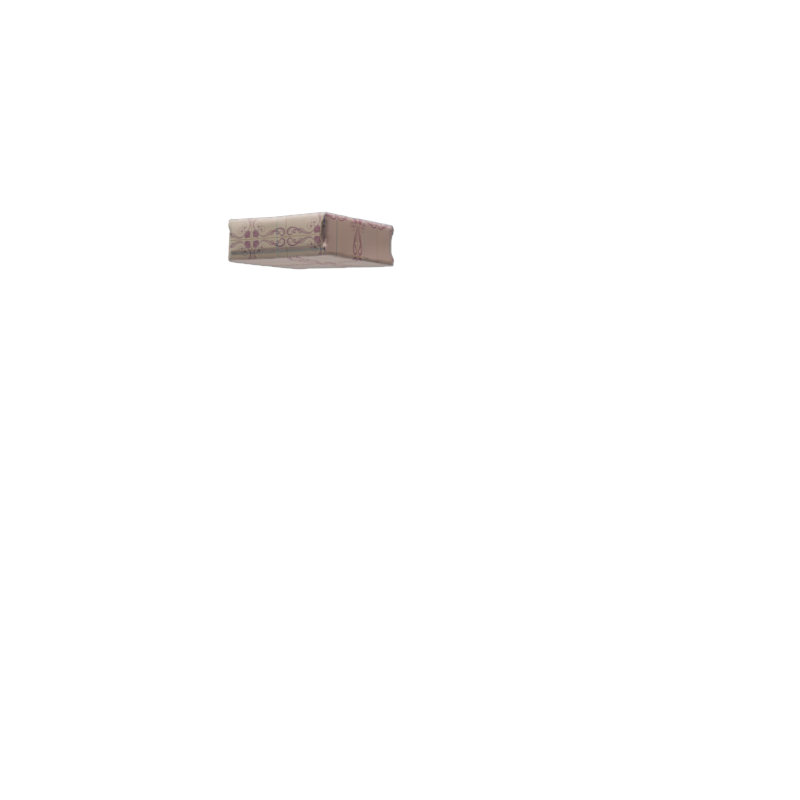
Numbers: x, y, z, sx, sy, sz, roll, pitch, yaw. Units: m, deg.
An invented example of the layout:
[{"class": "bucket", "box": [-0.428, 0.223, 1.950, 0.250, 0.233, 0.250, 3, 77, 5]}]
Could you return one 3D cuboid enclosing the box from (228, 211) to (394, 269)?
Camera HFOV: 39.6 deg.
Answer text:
[{"class": "box", "box": [-0.056, -0.101, 0.711, 0.076, 0.030, 0.086, 1, 2, 30]}]
